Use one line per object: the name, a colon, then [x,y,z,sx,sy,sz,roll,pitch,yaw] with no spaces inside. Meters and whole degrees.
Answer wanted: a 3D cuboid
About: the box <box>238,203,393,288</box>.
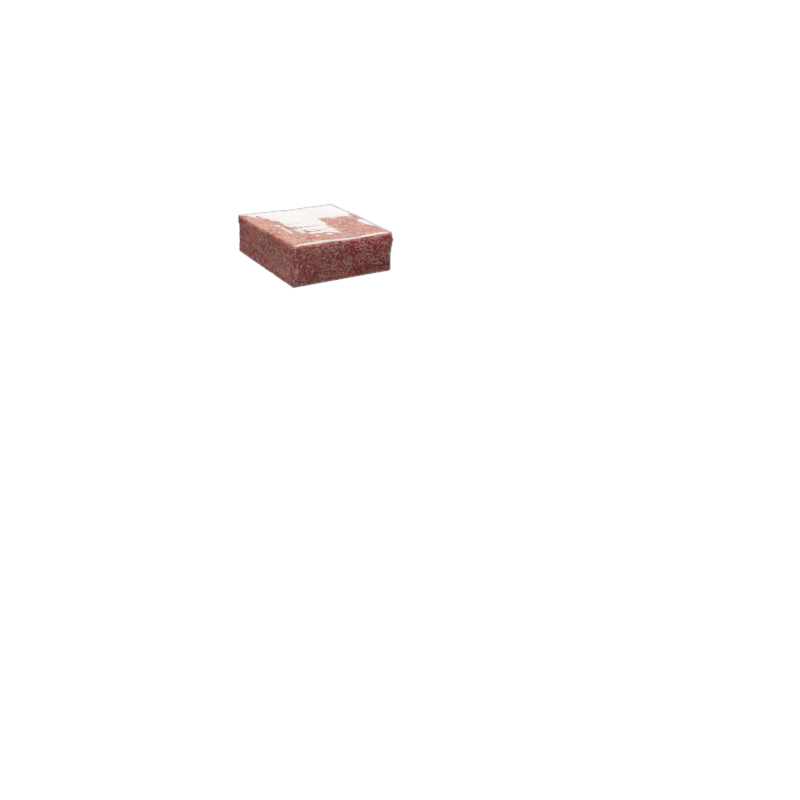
box: [-0.058,-0.106,0.742,0.071,0.029,0.095,-12,26,-27]
